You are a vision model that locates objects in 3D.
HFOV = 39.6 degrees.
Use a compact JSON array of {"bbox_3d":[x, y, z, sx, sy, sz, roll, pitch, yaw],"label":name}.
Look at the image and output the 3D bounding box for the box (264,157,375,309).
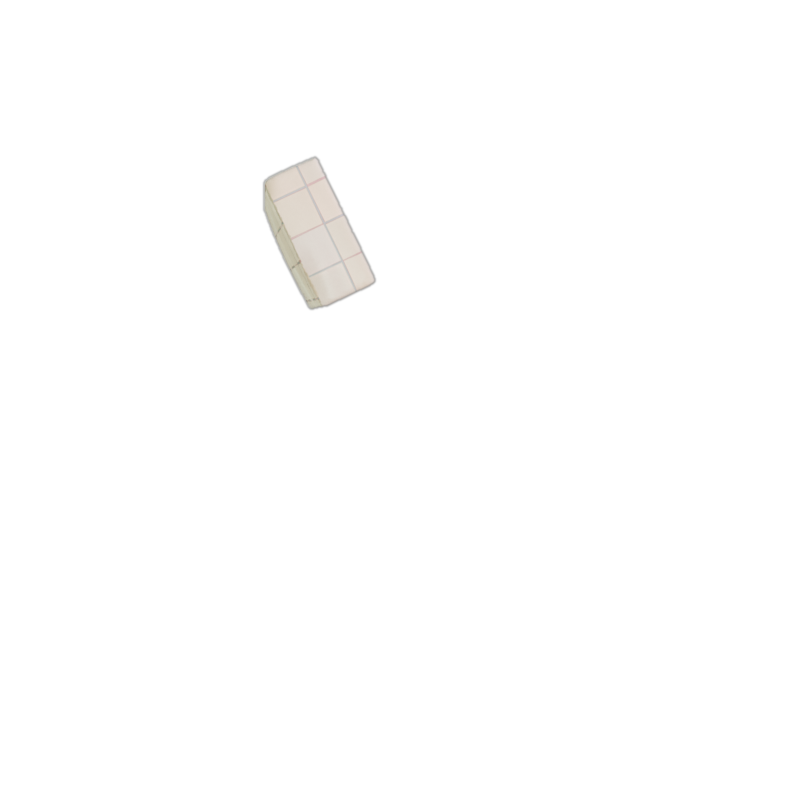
[{"bbox_3d":[-0.063,-0.114,0.799,0.048,0.093,0.177,-25,4,-2],"label":"box"}]
